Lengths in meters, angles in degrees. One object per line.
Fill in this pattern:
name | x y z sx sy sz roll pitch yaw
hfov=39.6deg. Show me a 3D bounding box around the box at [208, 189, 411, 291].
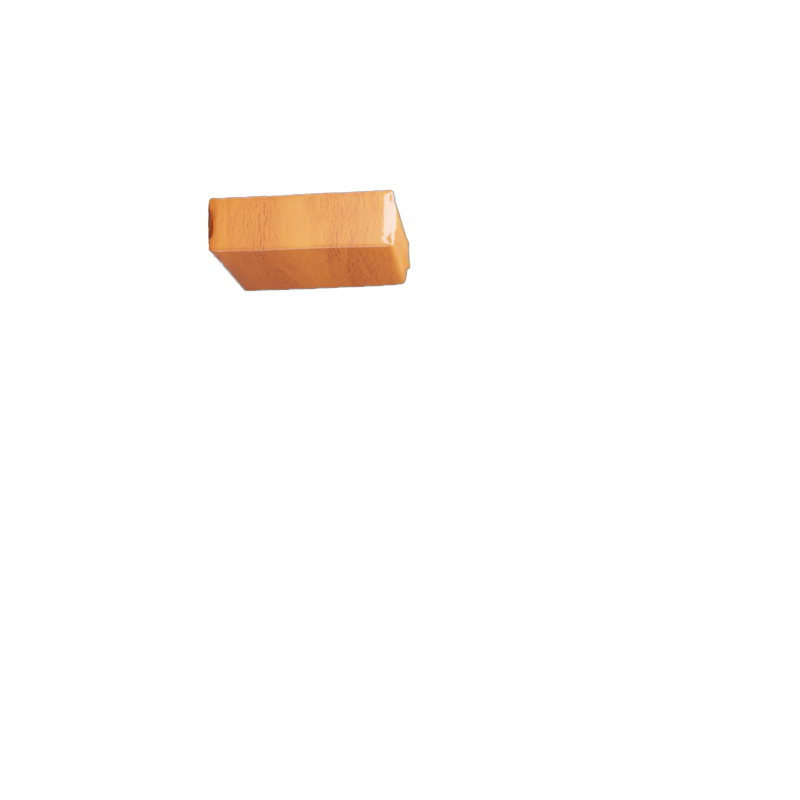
box | -0.042 -0.078 0.544 0.090 0.031 0.070 -2 -11 8
